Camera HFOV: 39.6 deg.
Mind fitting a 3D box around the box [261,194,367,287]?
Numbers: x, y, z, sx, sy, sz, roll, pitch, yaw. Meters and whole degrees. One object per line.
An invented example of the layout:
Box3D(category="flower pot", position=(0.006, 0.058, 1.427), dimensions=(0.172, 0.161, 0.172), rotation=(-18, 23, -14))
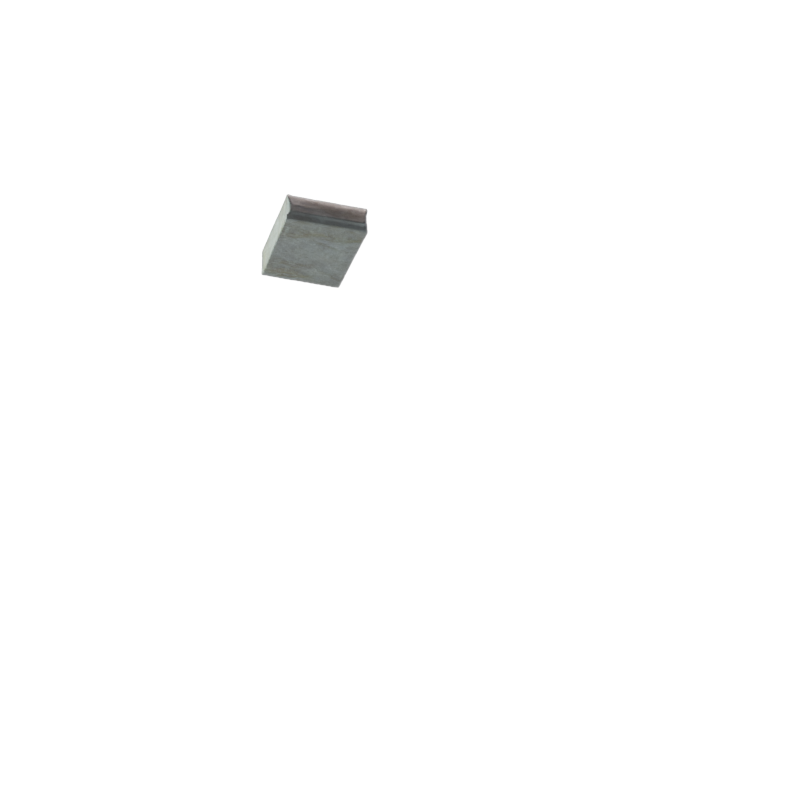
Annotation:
Box3D(category="box", position=(-0.076, -0.138, 0.968), dimensions=(0.071, 0.032, 0.085), rotation=(9, -33, -15))
